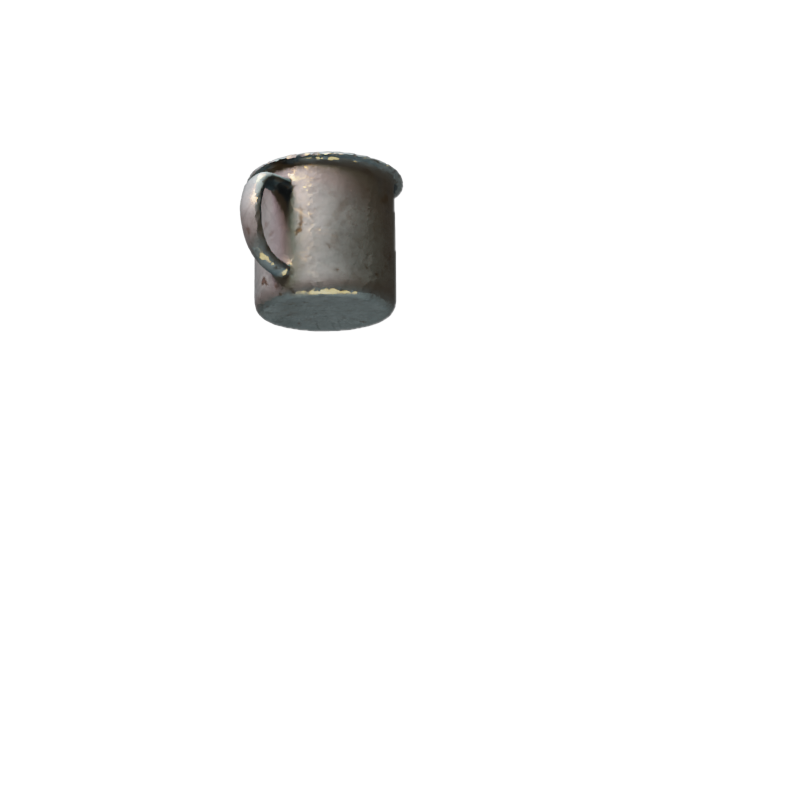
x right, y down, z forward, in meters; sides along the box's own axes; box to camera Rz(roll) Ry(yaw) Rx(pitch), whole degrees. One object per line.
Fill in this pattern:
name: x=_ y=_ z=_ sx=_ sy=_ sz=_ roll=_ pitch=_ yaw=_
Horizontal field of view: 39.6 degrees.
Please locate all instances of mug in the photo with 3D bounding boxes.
mug: x=-0.050 y=-0.091 z=0.636 sx=0.095 sy=0.085 sz=0.110 roll=-11 pitch=-19 yaw=31
